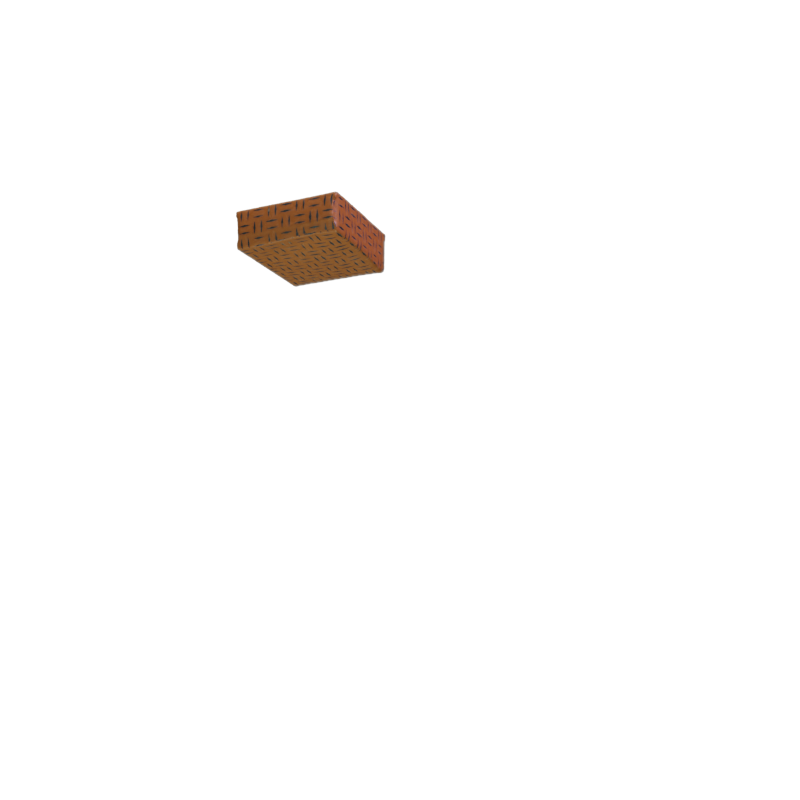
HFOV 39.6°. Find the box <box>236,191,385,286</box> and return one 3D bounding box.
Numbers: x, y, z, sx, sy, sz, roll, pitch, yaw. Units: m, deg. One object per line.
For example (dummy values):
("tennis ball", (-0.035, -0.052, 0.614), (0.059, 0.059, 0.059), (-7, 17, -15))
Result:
("box", (-0.072, -0.132, 0.924), (0.092, 0.041, 0.106), (-6, -17, 21))
